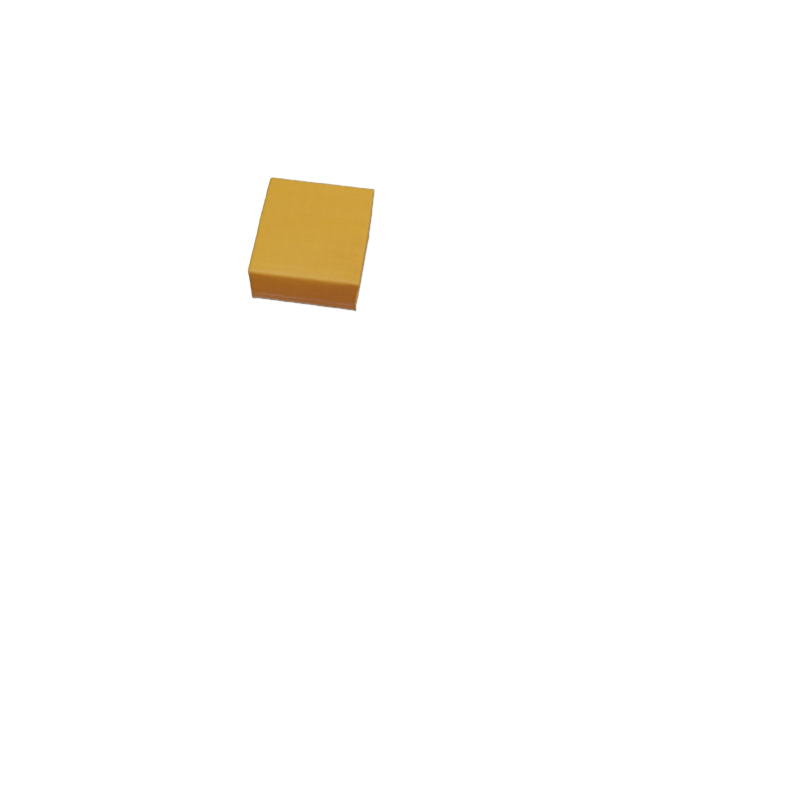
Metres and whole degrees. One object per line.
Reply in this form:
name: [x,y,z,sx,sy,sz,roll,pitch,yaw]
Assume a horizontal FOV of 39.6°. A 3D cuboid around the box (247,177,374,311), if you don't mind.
box: [-0.072,-0.130,0.913,0.090,0.121,0.036,5,-38,3]
